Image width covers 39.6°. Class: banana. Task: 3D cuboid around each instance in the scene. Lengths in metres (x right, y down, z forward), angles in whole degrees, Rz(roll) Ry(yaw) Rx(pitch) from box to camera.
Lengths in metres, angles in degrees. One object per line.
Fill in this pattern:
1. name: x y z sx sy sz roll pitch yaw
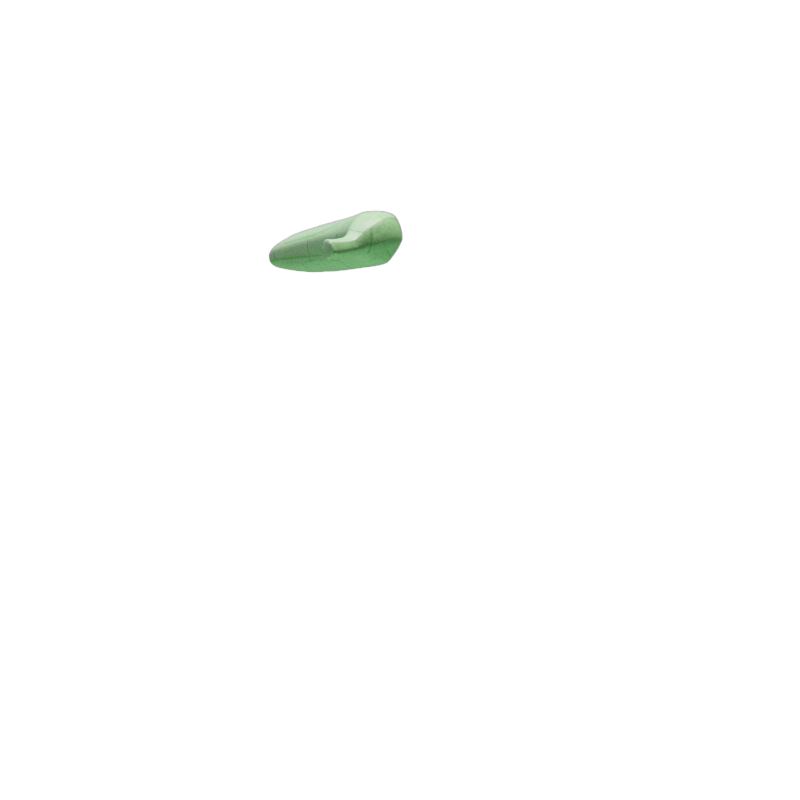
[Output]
1. banana: -0.042 -0.110 0.773 0.068 0.037 0.201 -1 3 -16
